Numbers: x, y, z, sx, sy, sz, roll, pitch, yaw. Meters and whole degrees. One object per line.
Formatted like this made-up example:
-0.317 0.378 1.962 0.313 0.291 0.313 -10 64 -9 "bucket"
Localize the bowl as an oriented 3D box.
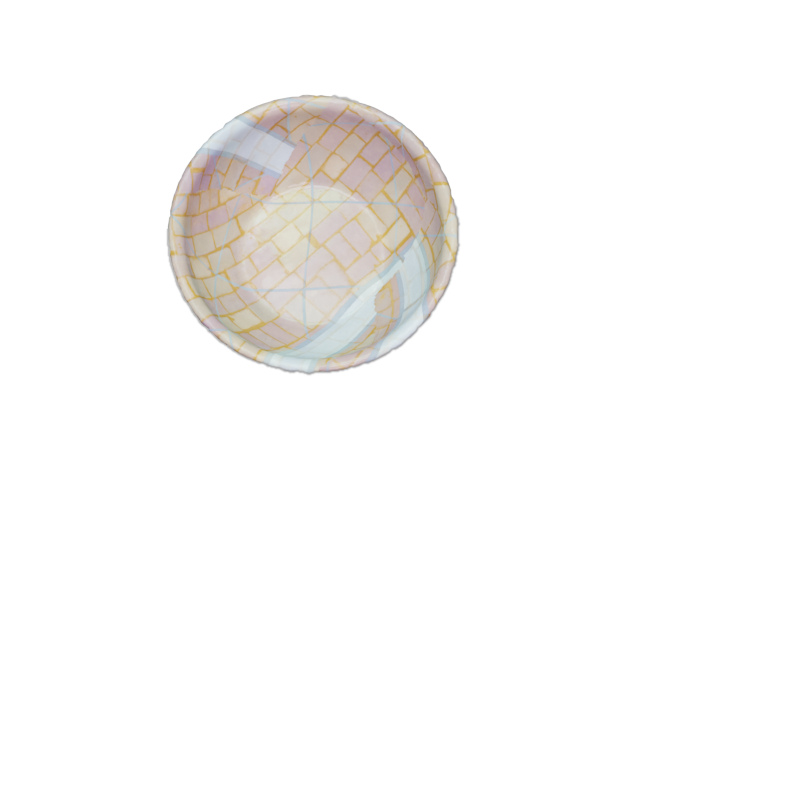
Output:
-0.050 -0.091 0.638 0.162 0.168 0.053 -1 -15 -1 "bowl"
